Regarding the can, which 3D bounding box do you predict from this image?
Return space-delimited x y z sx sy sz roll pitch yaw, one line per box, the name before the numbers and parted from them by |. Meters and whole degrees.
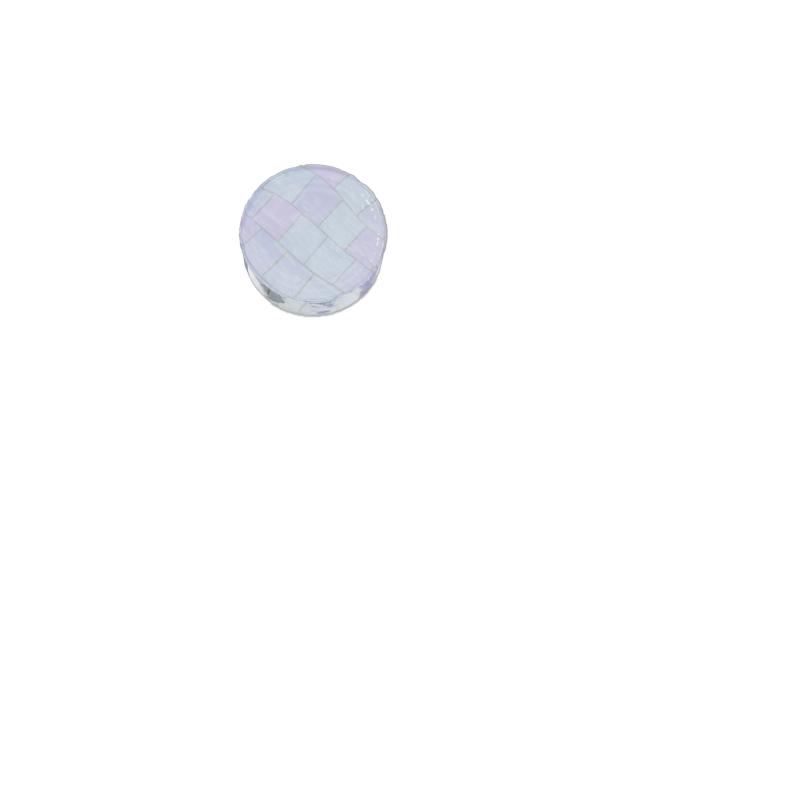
can | -0.051 -0.093 0.654 0.086 0.090 0.032 -1 -20 -1
